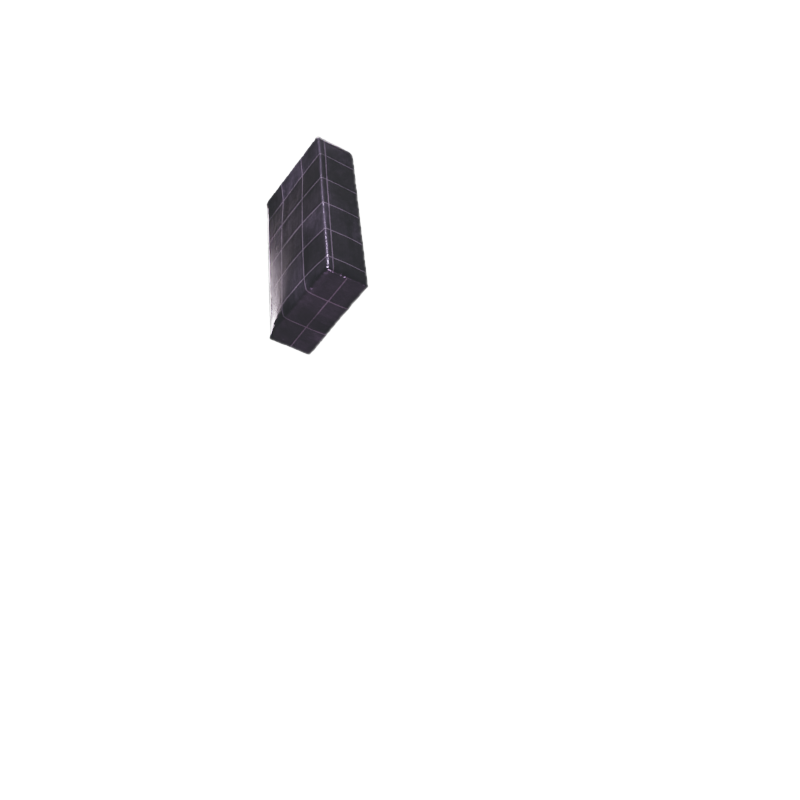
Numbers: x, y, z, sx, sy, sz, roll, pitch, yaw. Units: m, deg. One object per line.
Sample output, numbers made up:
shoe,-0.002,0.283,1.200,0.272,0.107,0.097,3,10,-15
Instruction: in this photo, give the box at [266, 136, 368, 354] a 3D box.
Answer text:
box,-0.073,-0.135,0.943,0.046,0.189,0.091,25,-52,-26
